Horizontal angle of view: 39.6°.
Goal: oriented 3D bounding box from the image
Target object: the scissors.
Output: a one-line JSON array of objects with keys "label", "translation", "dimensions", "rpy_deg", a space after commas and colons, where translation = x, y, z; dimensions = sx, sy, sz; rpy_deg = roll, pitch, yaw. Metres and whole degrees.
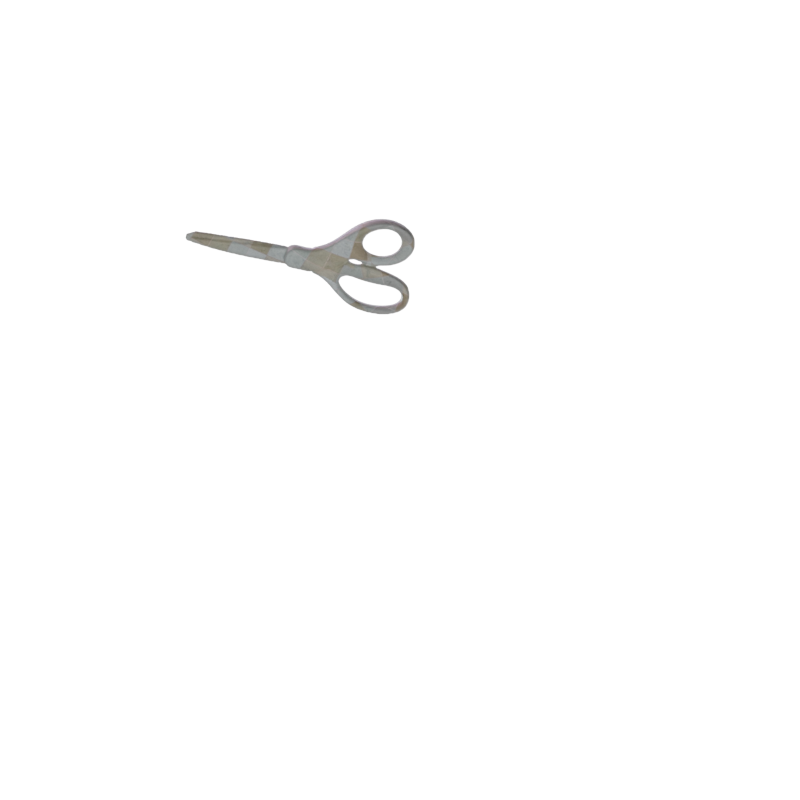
[{"label": "scissors", "translation": [-0.075, -0.137, 0.963], "dimensions": [0.197, 0.093, 0.017], "rpy_deg": [25, 22, -11]}]
